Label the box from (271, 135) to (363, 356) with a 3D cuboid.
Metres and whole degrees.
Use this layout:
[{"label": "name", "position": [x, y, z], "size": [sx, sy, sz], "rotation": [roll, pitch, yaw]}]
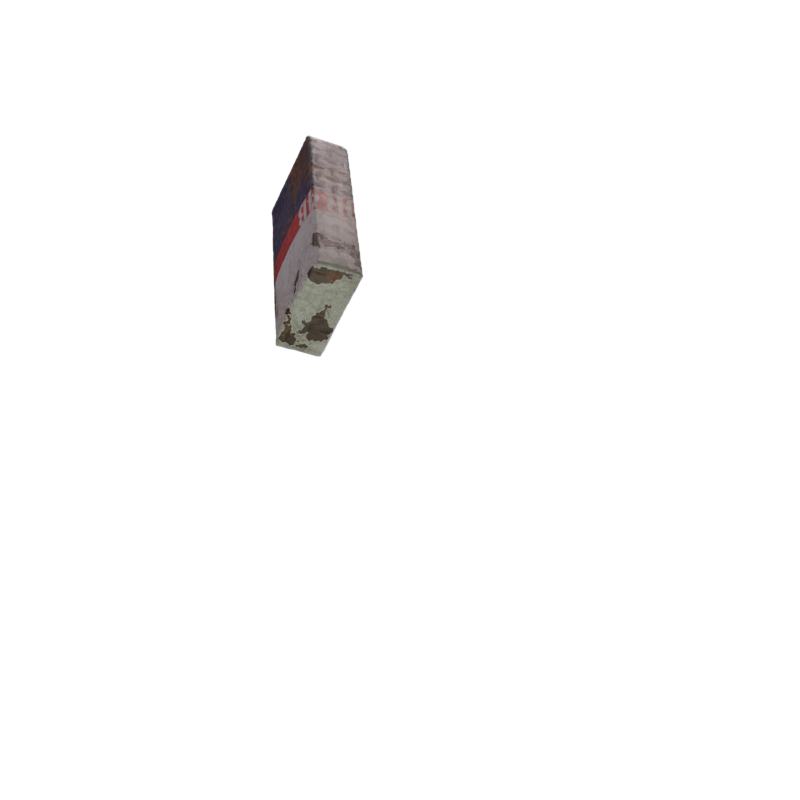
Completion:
[{"label": "box", "position": [-0.071, -0.131, 0.915], "size": [0.047, 0.090, 0.189], "rotation": [17, 39, -19]}]
